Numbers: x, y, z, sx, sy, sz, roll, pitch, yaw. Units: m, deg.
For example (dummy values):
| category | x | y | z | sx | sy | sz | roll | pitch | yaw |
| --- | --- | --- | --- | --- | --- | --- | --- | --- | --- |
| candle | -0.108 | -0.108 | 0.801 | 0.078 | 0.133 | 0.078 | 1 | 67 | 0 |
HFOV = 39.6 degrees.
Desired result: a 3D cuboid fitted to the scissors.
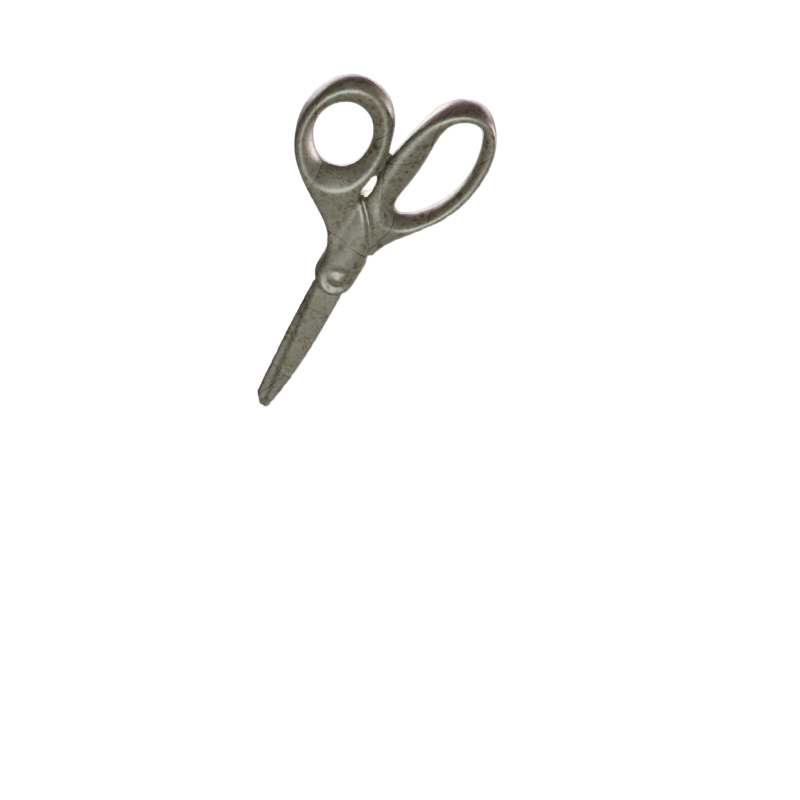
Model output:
| category | x | y | z | sx | sy | sz | roll | pitch | yaw |
| --- | --- | --- | --- | --- | --- | --- | --- | --- | --- |
| scissors | -0.041 | -0.074 | 0.518 | 0.091 | 0.017 | 0.198 | 34 | -58 | -25 |
